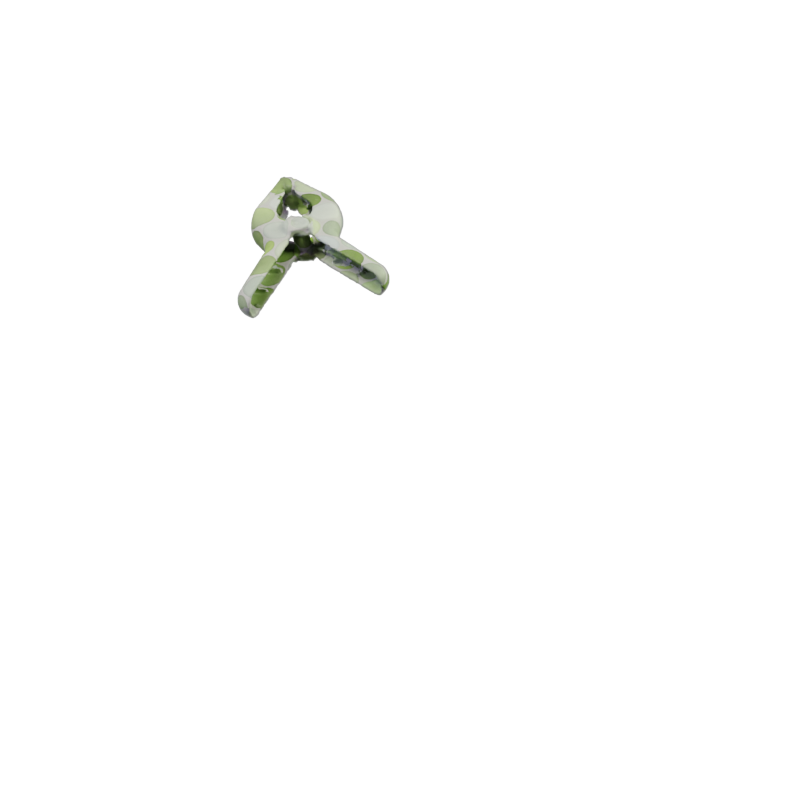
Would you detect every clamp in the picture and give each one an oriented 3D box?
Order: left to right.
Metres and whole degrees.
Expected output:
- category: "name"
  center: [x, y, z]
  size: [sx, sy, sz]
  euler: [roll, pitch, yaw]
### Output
- category: "clamp"
  center: [-0.073, -0.133, 0.930]
  size: [0.120, 0.037, 0.184]
  euler: [-2, 43, -2]
